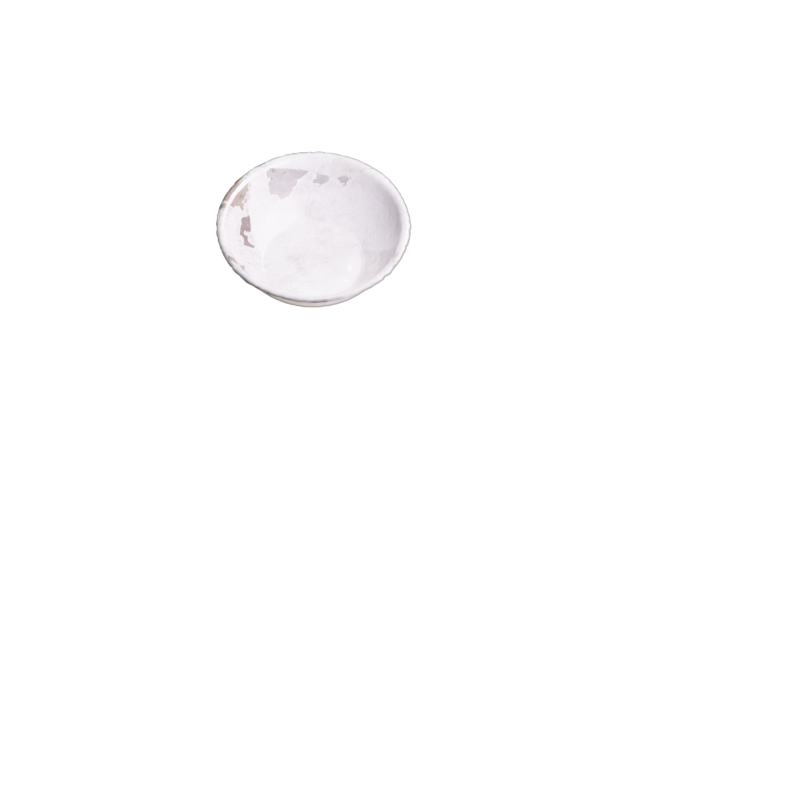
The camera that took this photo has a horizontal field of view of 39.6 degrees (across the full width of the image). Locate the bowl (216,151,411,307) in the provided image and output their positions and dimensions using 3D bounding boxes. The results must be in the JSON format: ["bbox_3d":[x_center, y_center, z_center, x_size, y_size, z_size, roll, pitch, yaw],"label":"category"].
[{"bbox_3d":[-0.073,-0.134,0.938,0.162,0.174,0.051,-1,-35,-1],"label":"bowl"}]
